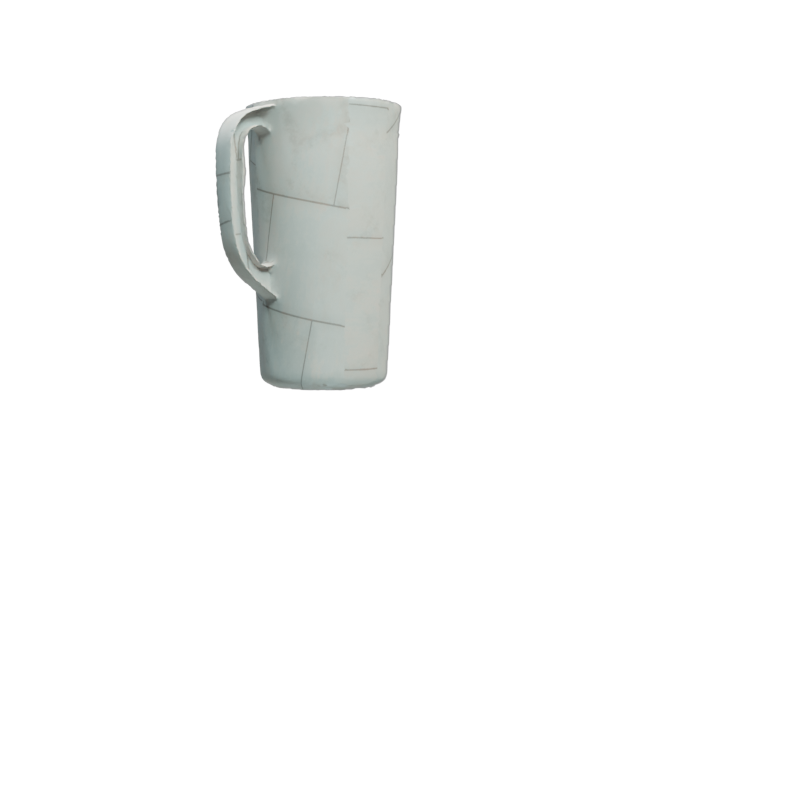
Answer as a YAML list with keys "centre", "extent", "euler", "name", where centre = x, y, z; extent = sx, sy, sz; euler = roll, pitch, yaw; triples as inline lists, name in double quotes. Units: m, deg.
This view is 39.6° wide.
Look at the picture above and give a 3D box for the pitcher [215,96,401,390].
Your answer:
- centre: [-0.073, -0.133, 0.935]
  extent: [0.150, 0.244, 0.144]
  euler: [0, 0, 1]
  name: "pitcher"
